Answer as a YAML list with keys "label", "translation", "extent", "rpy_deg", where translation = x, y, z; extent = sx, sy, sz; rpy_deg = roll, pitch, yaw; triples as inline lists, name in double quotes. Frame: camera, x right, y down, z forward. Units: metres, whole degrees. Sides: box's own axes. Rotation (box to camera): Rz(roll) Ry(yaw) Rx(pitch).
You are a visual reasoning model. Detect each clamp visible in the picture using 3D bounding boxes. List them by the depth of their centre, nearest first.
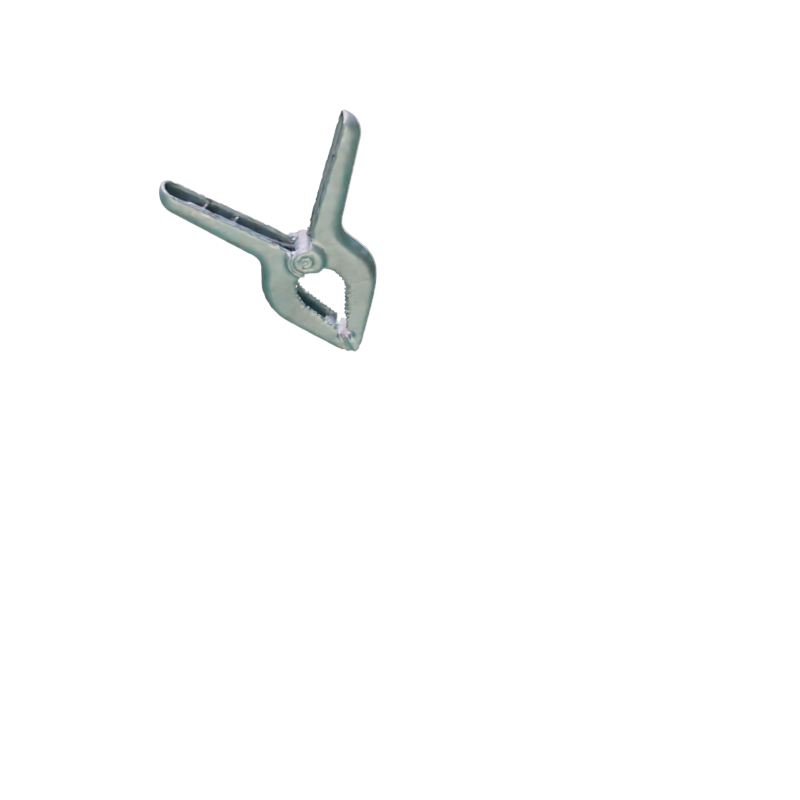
- label: "clamp"
  translation: [-0.069, -0.126, 0.882]
  extent: [0.165, 0.196, 0.039]
  rpy_deg: [-24, 33, 17]
